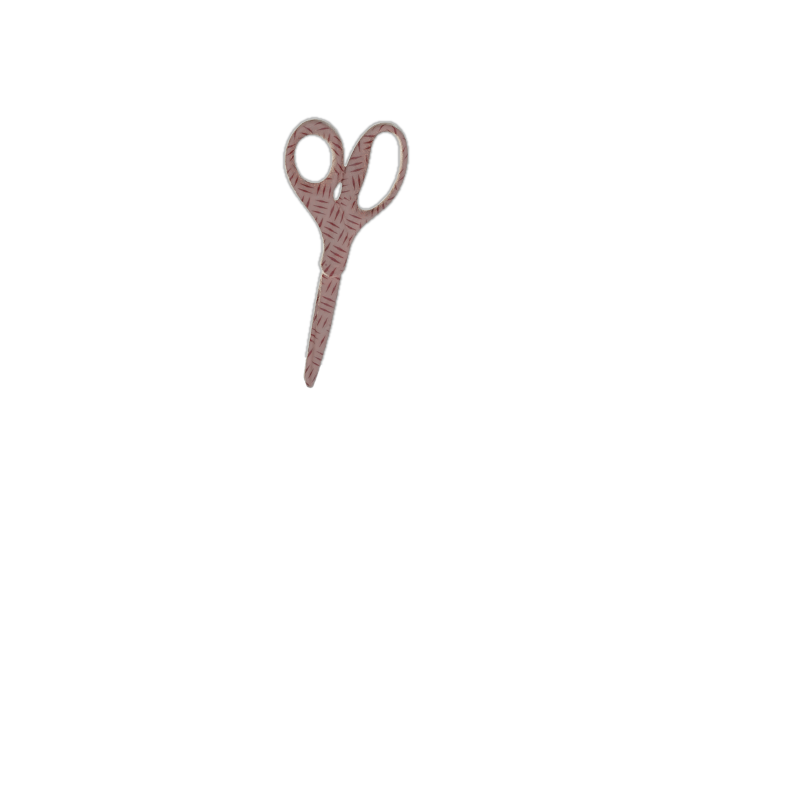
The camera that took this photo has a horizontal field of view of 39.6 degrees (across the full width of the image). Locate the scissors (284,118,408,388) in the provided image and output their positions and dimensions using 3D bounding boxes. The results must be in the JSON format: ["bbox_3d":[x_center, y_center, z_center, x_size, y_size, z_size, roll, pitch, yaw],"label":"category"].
[{"bbox_3d":[-0.062,-0.114,0.798,0.095,0.198,0.016,27,11,-6],"label":"scissors"}]
